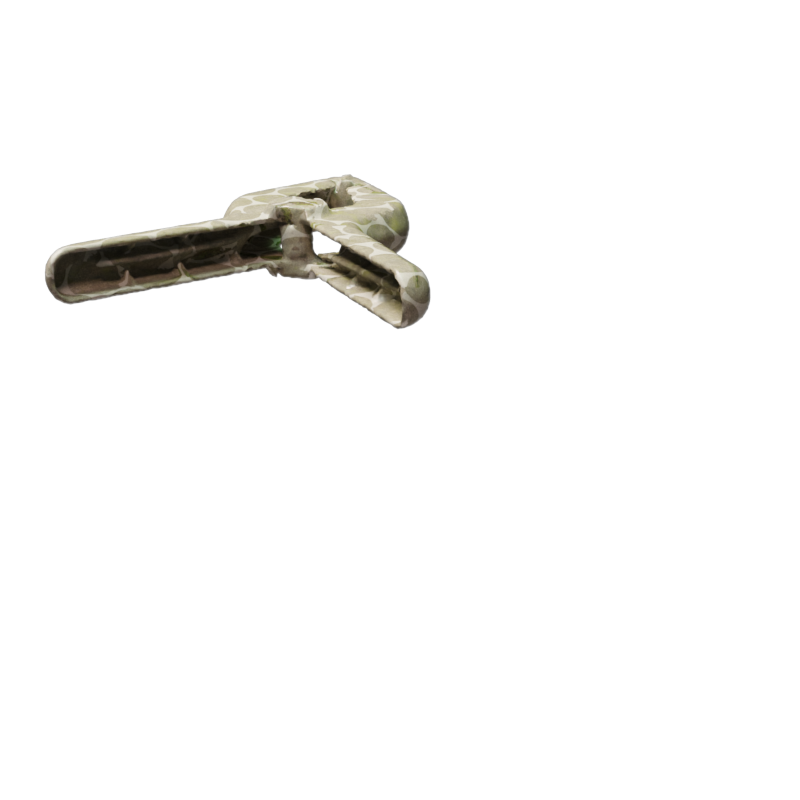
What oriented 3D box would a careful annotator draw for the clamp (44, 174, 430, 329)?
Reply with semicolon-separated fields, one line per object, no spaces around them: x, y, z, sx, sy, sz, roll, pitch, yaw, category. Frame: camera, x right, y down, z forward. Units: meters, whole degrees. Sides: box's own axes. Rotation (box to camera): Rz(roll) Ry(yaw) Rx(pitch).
-0.041;-0.075;0.526;0.170;0.035;0.211;8;22;20;clamp
